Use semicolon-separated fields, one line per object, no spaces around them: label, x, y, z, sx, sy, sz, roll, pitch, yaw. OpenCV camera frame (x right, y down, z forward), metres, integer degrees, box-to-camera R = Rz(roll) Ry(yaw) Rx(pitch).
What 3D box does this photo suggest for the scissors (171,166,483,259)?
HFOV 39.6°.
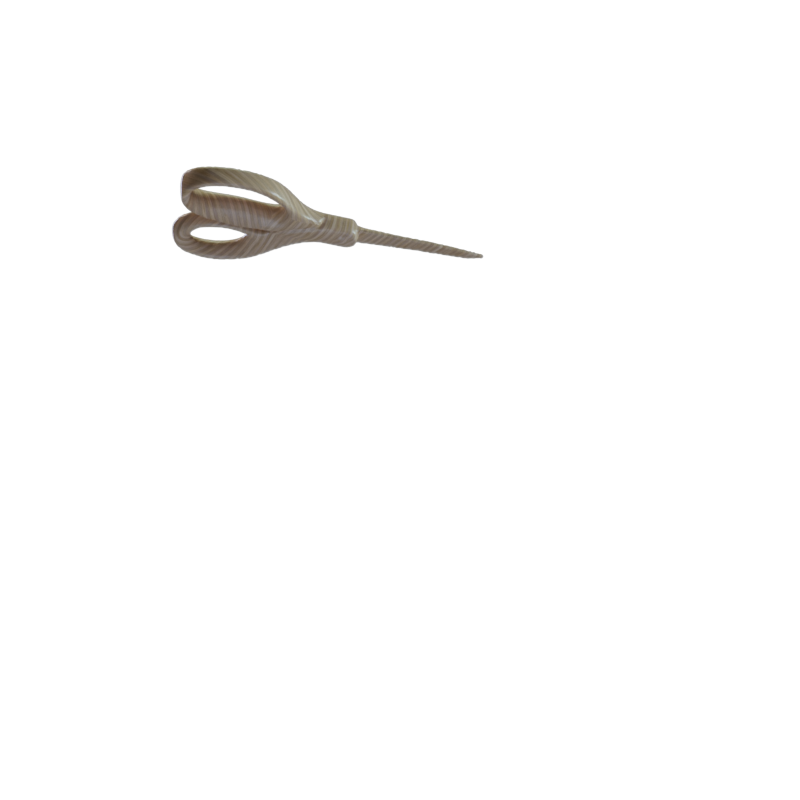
scissors;-0.054;-0.099;0.695;0.191;0.017;0.096;16;-28;-32
